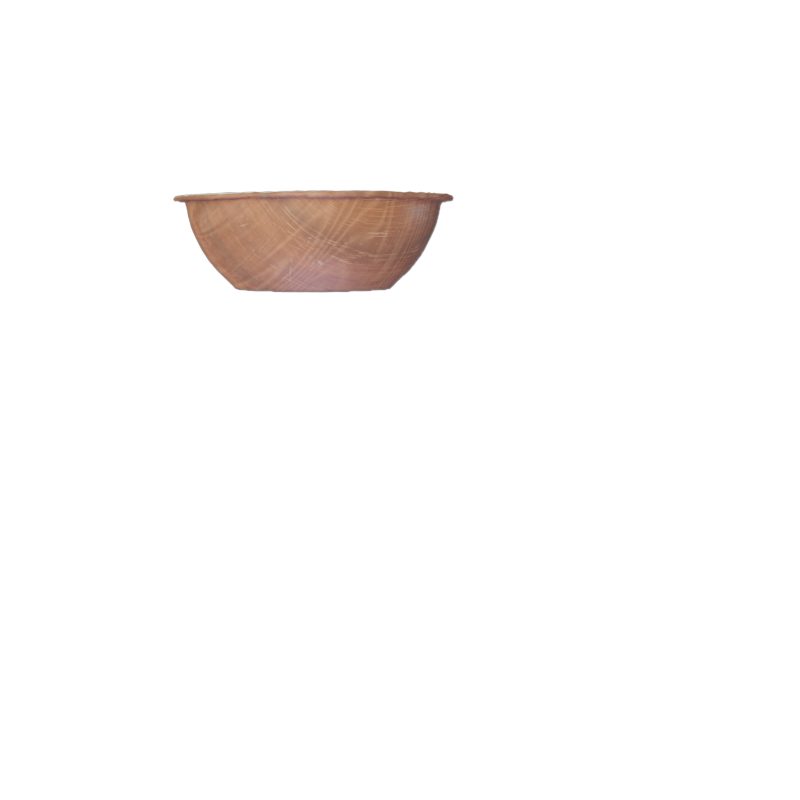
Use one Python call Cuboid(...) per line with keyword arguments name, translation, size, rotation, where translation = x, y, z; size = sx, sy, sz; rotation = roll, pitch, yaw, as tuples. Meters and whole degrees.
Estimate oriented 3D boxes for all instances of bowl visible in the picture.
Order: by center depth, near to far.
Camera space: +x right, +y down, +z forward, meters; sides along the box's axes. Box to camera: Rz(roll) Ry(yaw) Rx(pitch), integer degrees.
Cuboid(name="bowl", translation=(-0.050, -0.092, 0.643), size=(0.162, 0.055, 0.164), rotation=(0, 7, -2))
